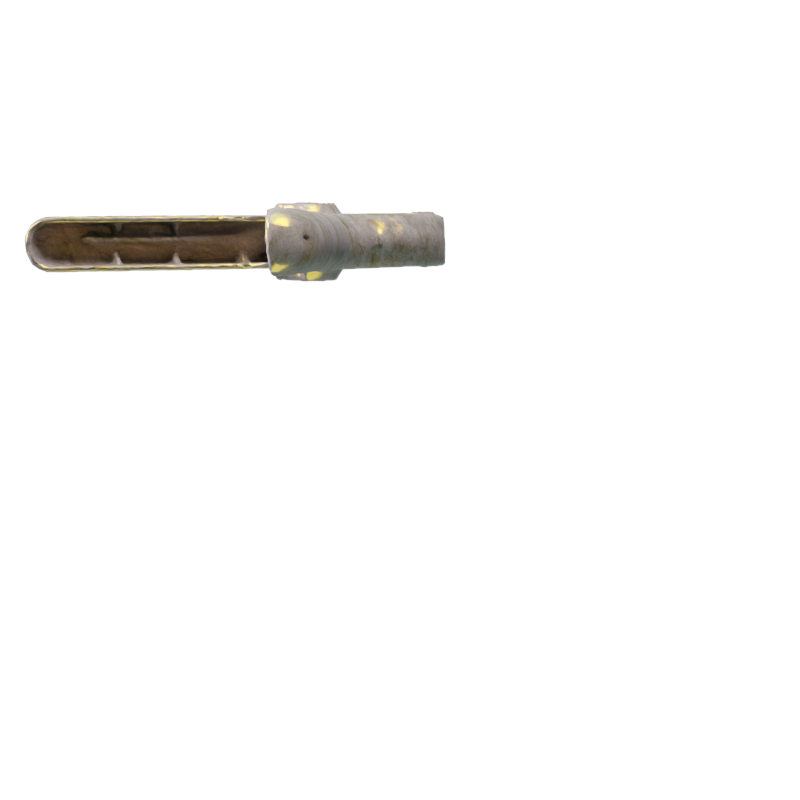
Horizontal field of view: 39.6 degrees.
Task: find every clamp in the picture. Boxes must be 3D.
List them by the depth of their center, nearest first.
[{"bbox_3d":[-0.039,-0.072,0.504,0.203,0.036,0.172,-8,12,-42],"label":"clamp"}]
